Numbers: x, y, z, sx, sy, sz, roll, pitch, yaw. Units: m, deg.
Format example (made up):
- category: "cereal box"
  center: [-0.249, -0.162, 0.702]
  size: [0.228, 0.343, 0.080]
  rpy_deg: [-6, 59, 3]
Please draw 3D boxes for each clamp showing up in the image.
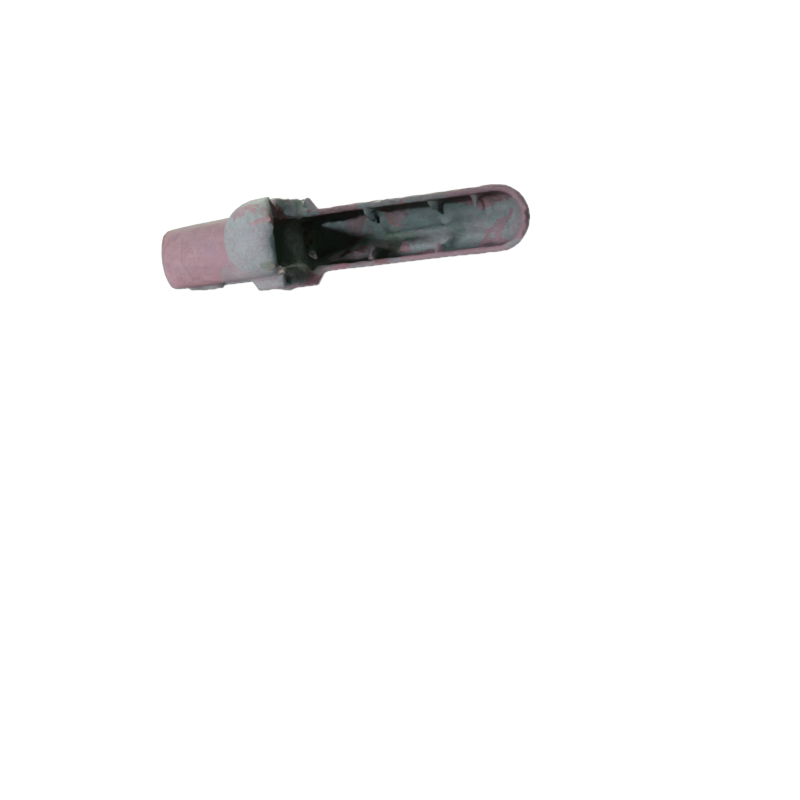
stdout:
- category: "clamp"
  center: [-0.035, -0.063, 0.442]
  size: [0.117, 0.039, 0.177]
  rpy_deg: [-2, 6, -26]
